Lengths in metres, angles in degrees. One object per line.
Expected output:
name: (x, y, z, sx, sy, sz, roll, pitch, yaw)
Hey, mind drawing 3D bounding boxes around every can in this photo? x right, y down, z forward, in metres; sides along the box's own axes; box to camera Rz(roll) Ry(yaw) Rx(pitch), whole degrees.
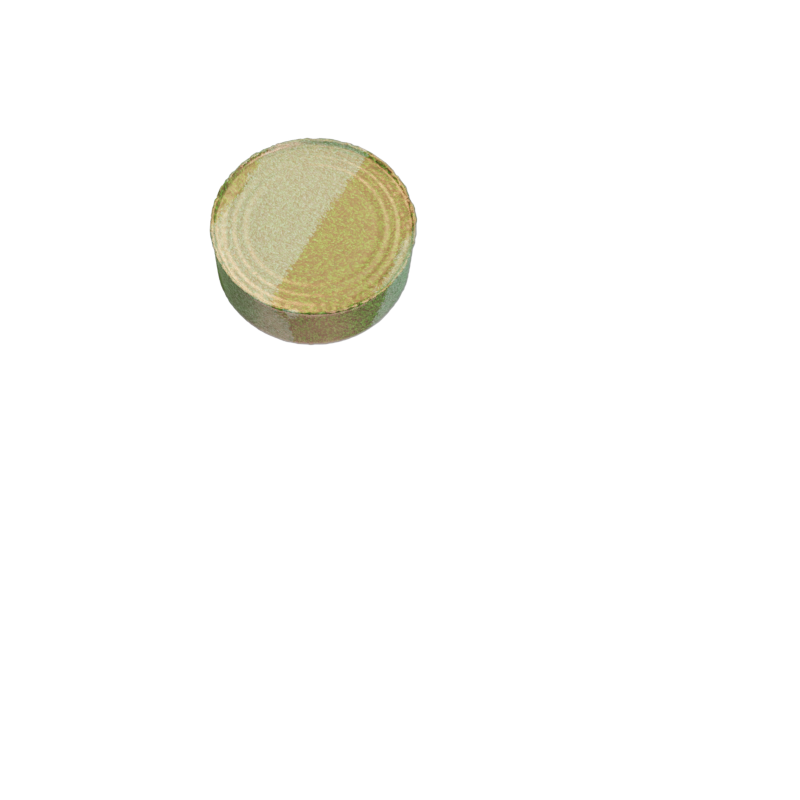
can: (-0.037, -0.067, 0.472, 0.086, 0.091, 0.032, -1, -28, -1)
